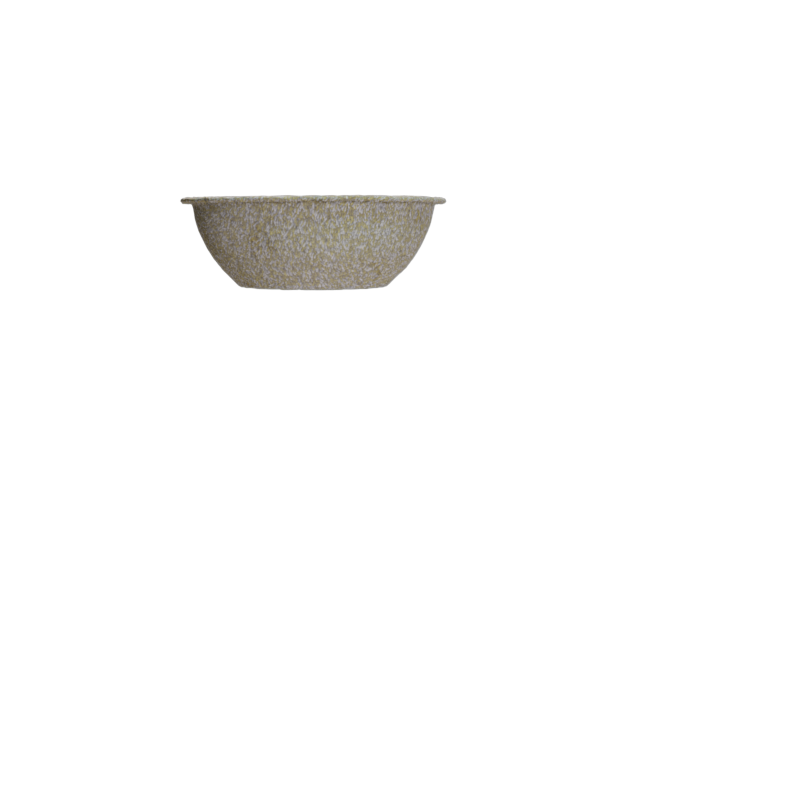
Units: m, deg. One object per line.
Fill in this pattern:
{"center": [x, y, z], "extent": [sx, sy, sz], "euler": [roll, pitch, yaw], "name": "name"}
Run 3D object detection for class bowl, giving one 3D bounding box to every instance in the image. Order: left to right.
{"center": [-0.053, -0.097, 0.678], "extent": [0.162, 0.054, 0.164], "euler": [0, 8, -2], "name": "bowl"}
